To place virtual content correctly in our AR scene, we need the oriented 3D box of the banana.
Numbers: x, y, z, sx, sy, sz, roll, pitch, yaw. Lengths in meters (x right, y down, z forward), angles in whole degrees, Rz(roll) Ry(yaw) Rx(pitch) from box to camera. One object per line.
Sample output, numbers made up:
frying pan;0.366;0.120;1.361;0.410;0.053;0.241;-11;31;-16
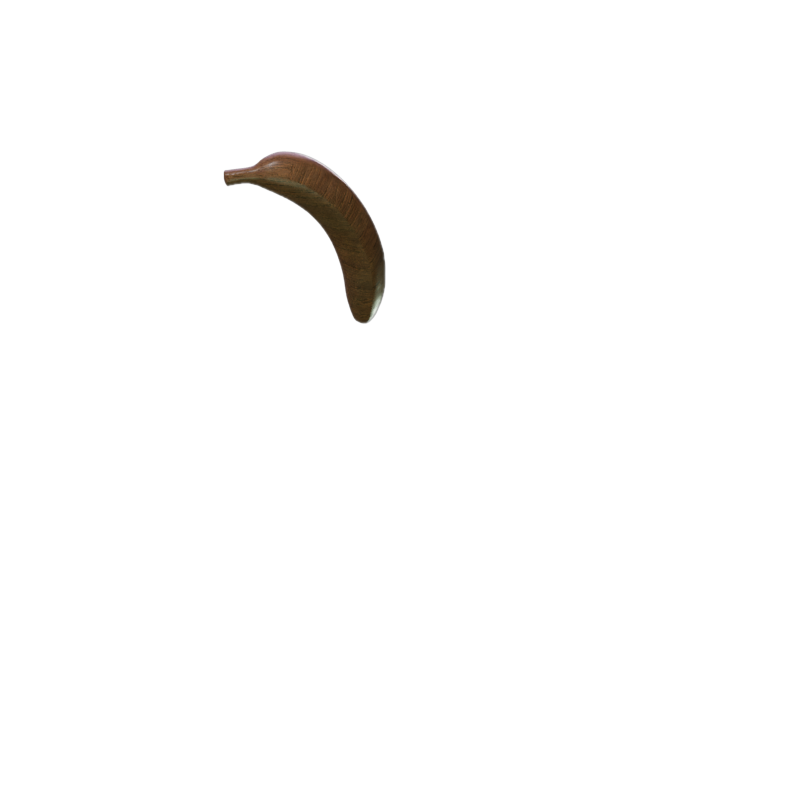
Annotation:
banana;-0.056;-0.136;0.882;0.070;0.039;0.184;-26;-51;23
